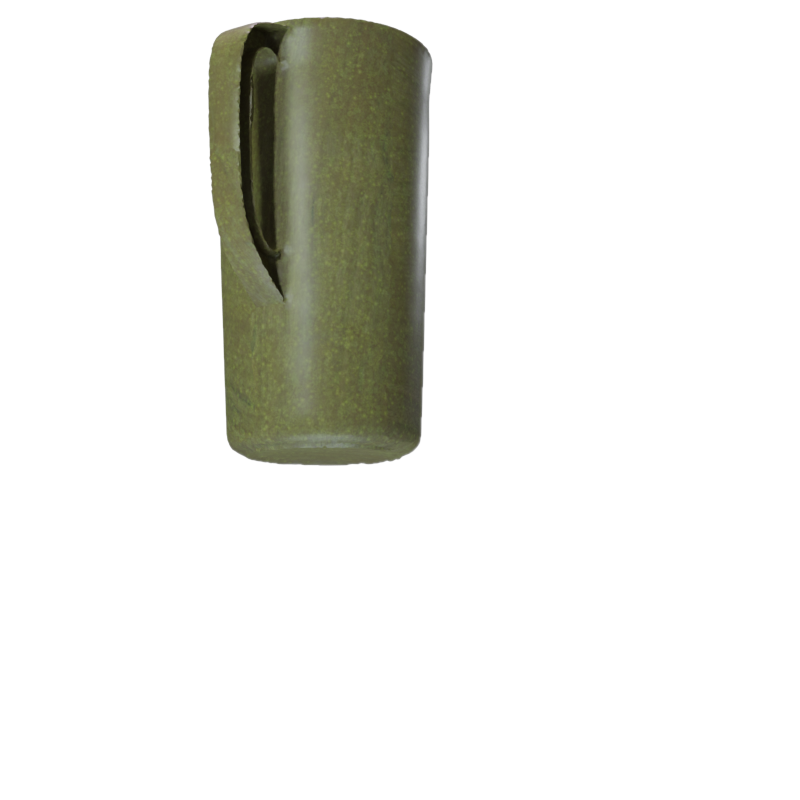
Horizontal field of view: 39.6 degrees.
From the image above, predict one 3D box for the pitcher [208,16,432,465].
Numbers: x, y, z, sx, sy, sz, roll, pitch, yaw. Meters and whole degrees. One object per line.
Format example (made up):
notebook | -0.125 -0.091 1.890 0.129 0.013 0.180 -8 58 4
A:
pitcher | -0.050 -0.091 0.638 0.145 0.253 0.143 4 -16 -18
